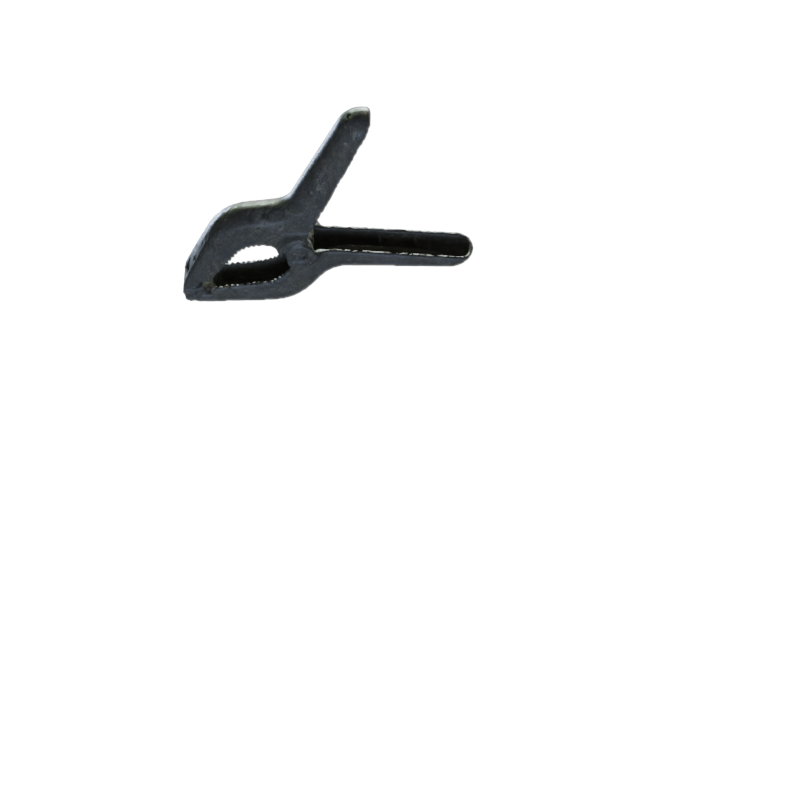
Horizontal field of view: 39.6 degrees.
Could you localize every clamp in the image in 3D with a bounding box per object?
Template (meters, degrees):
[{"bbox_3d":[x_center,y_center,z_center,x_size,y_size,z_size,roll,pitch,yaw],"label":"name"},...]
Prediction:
[{"bbox_3d":[-0.063,-0.114,0.801,0.210,0.039,0.153,-24,-43,28],"label":"clamp"}]
